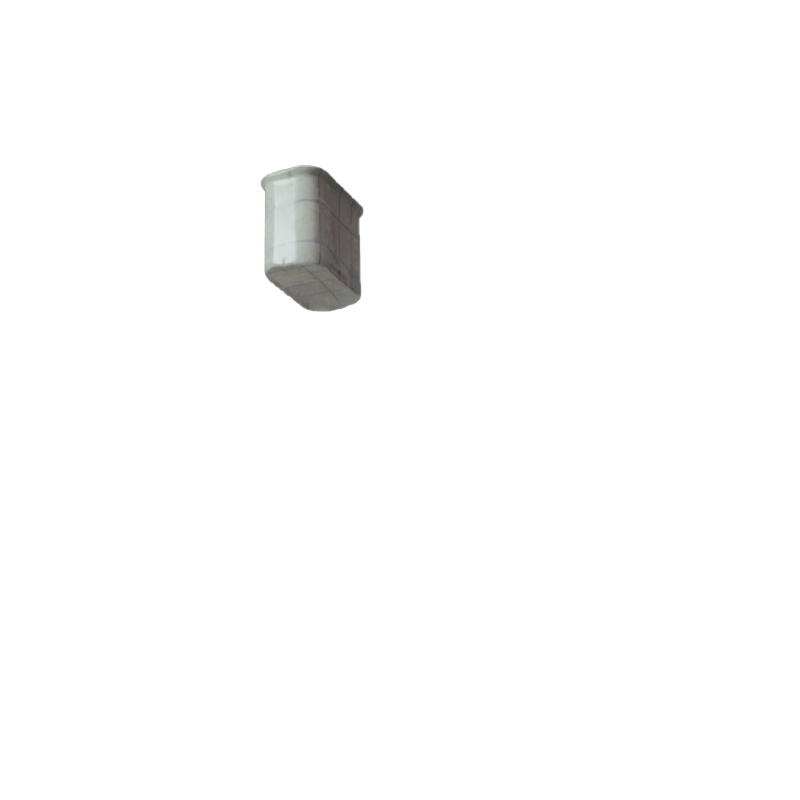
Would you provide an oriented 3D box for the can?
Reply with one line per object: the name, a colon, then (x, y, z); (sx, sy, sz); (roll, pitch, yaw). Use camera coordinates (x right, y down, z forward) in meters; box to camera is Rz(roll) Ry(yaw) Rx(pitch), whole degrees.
can: (-0.070, -0.127, 0.891); (0.058, 0.088, 0.095); (-11, -24, 22)
